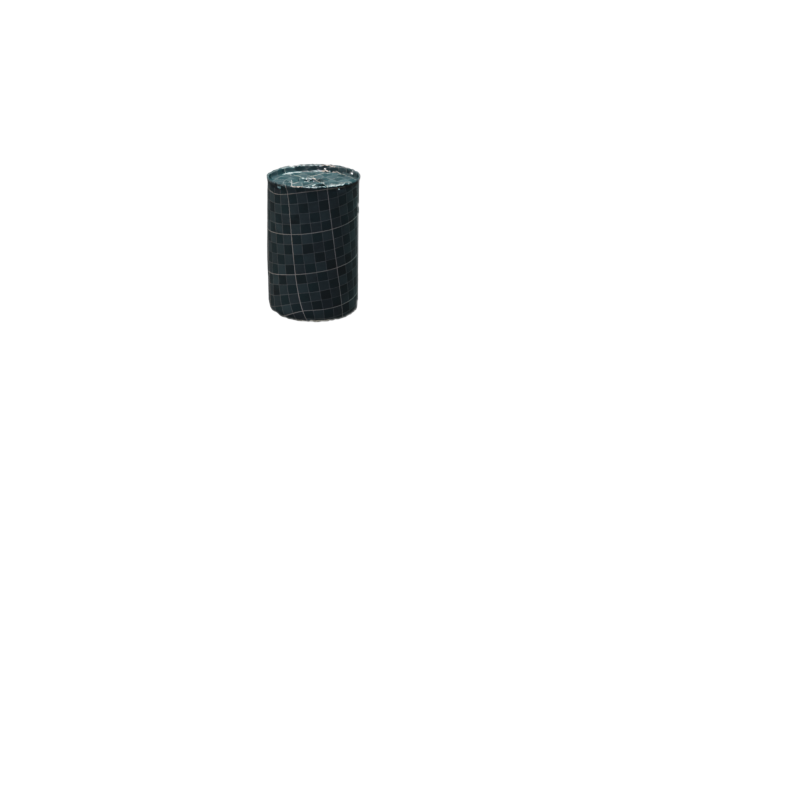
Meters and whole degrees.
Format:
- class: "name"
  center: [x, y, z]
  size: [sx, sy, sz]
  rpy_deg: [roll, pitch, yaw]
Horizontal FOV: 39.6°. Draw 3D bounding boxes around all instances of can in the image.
- class: "can"
  center: [-0.064, -0.116, 0.815]
  size: [0.068, 0.098, 0.072]
  rpy_deg: [0, 20, -2]
